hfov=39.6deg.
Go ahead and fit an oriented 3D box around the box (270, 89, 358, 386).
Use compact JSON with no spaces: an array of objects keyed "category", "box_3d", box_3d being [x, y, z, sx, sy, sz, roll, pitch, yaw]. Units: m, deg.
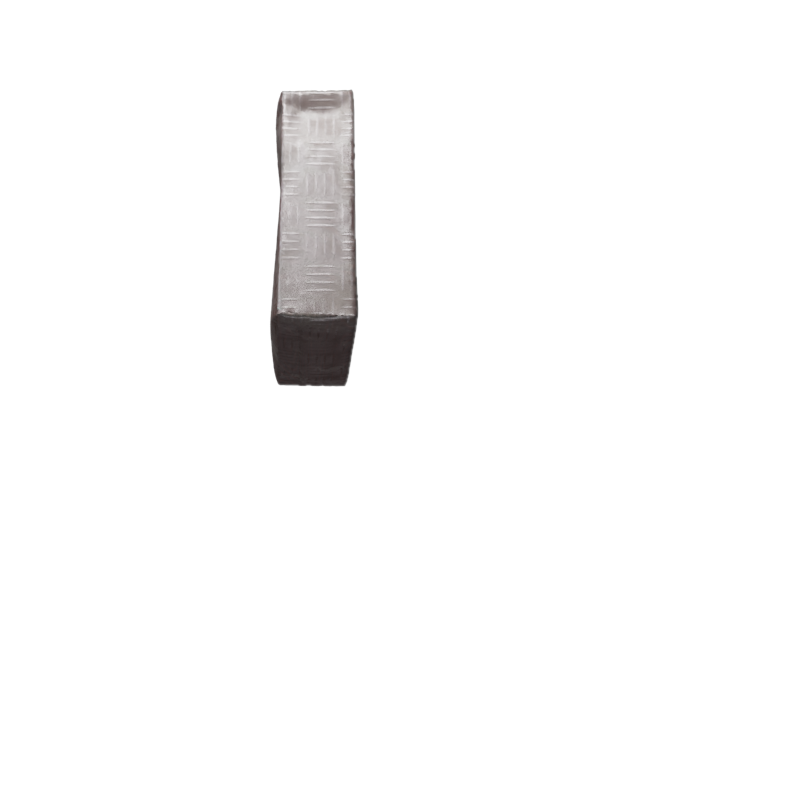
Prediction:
[{"category":"box","box_3d":[-0.076,-0.139,0.970,0.071,0.226,0.156,0,-23,-5]}]
